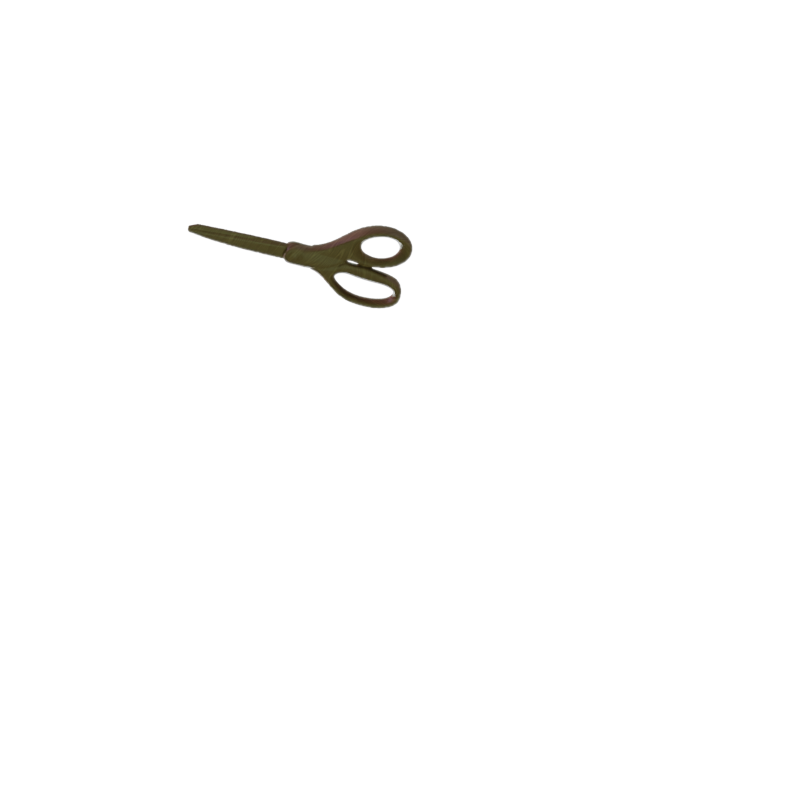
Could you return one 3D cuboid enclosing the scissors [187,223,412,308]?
[{"bbox_3d":[-0.077,-0.140,0.978,0.193,0.017,0.093,25,-54,-20],"label":"scissors"}]
